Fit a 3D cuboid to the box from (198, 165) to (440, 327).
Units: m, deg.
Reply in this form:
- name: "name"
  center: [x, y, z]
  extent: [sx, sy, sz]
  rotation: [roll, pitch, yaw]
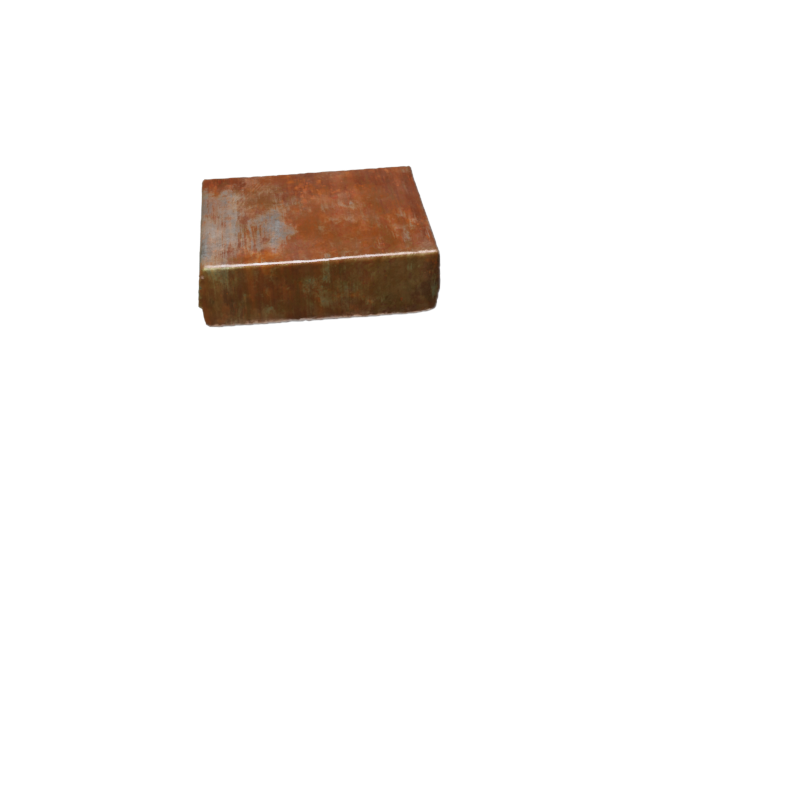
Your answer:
- name: "box"
  center: [-0.043, -0.078, 0.549]
  extent: [0.113, 0.036, 0.096]
  rotation: [-3, 37, -5]
